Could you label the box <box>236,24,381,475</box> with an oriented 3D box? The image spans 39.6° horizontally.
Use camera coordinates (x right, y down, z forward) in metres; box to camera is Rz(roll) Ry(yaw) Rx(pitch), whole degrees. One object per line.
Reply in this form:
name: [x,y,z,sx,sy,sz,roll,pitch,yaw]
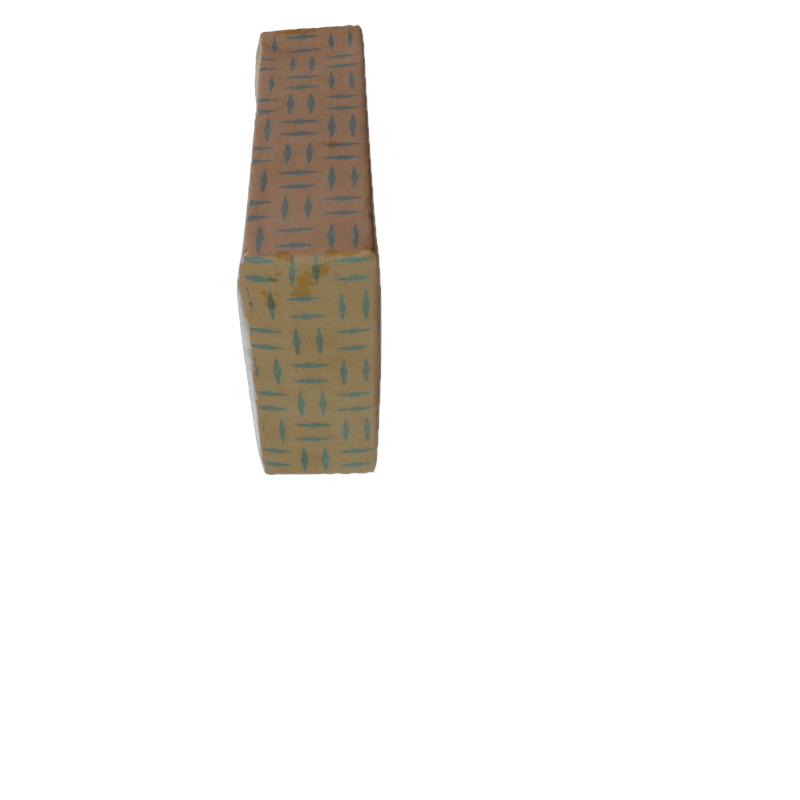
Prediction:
box: [-0.050,-0.092,0.641,0.072,0.153,0.230,-2,45,-2]
